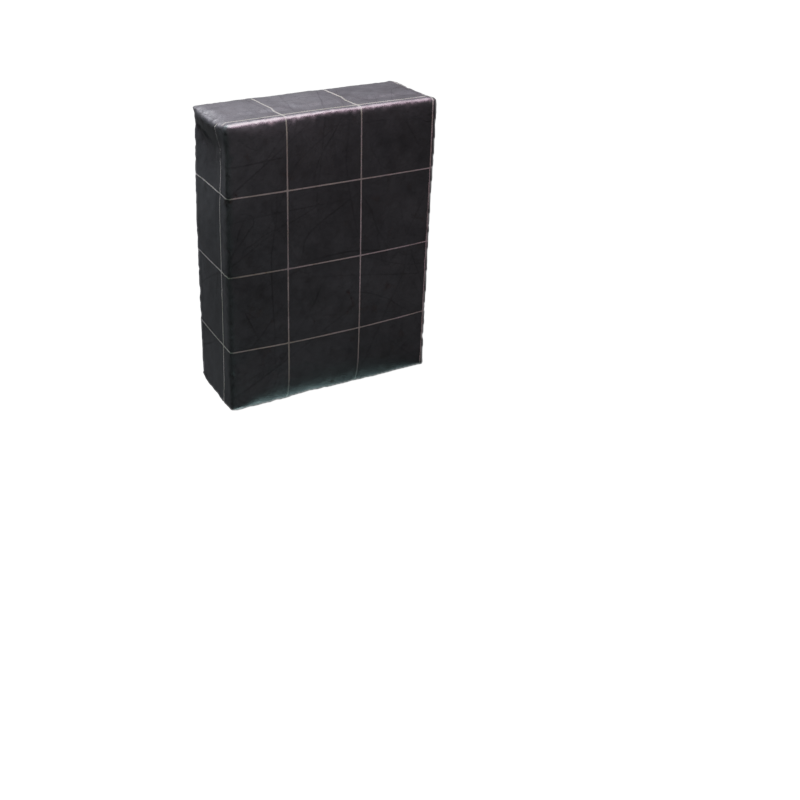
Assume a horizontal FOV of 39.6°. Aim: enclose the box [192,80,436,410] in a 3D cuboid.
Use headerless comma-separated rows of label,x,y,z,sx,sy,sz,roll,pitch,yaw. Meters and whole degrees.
box,-0.063,-0.116,0.809,0.161,0.203,0.077,-12,27,-27
